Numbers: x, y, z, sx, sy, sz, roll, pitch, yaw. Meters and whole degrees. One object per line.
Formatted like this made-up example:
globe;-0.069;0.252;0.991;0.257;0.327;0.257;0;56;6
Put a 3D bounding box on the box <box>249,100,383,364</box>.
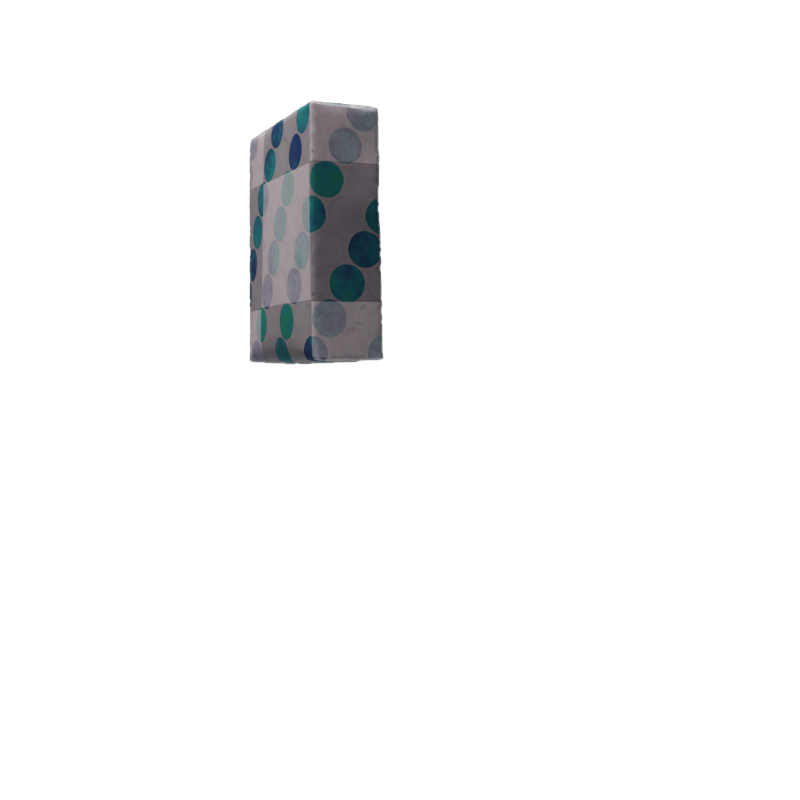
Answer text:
box;-0.077;-0.140;0.980;0.070;0.217;0.167;2;-5;-25
